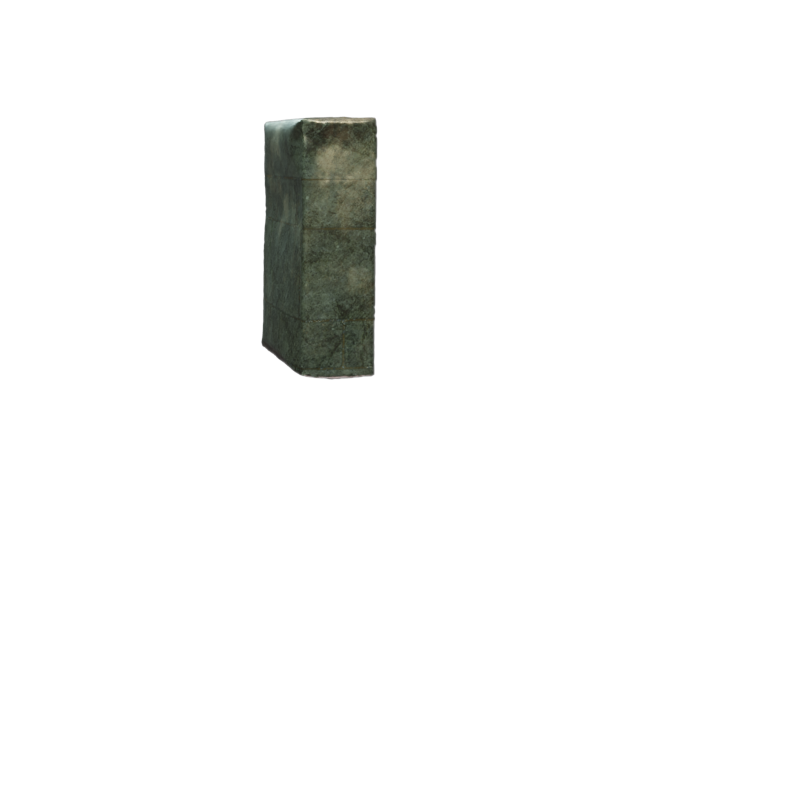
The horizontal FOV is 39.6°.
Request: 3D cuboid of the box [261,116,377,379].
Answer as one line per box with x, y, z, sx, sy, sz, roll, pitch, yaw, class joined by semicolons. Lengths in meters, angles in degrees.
-0.076;-0.138;0.968;0.070;0.211;0.170;-1;8;-17;box
